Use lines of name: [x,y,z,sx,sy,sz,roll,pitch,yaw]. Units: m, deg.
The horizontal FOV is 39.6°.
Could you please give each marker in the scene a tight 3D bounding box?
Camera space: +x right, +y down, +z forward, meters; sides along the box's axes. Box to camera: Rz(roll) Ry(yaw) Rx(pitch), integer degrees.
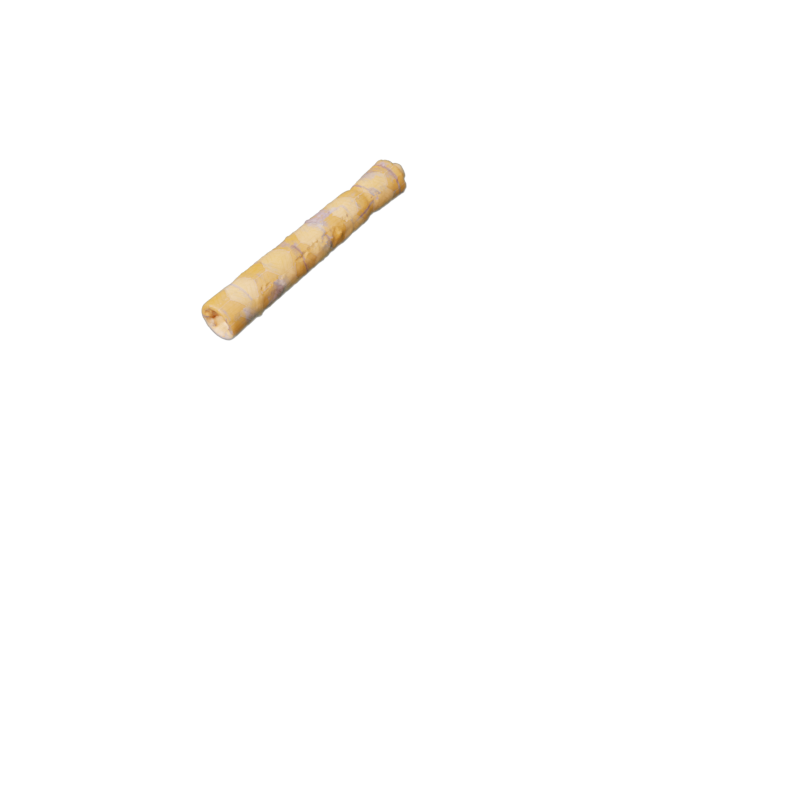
marker: [-0.038,-0.069,0.484,0.021,0.019,0.123,4,40,48]
